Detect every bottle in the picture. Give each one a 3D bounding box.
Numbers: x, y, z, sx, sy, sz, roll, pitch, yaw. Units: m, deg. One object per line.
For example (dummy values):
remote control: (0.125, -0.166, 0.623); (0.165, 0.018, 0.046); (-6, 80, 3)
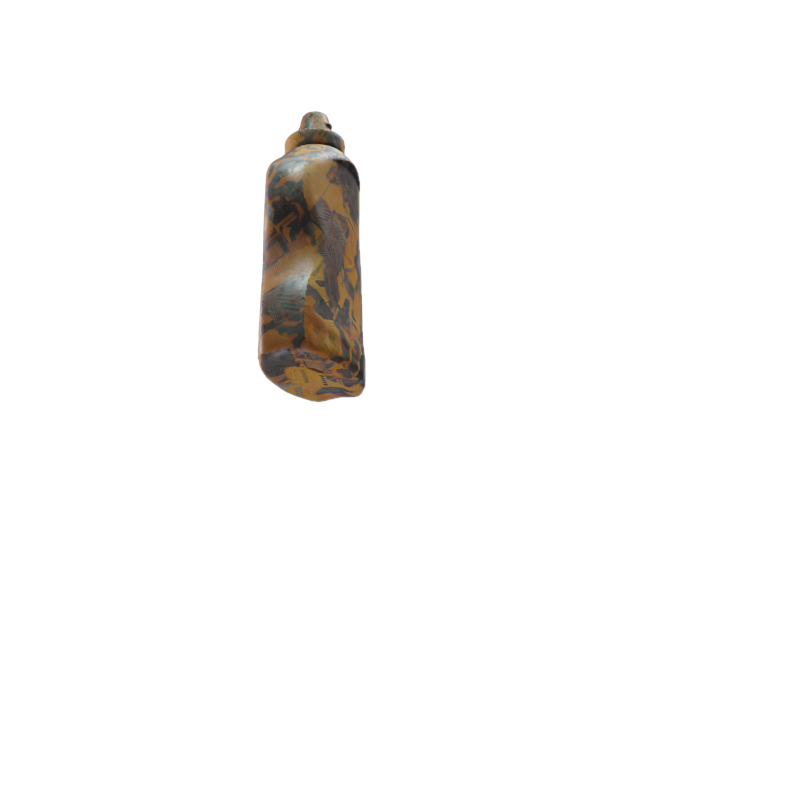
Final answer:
bottle: (-0.056, -0.103, 0.720); (0.059, 0.203, 0.089); (-12, -26, 19)
